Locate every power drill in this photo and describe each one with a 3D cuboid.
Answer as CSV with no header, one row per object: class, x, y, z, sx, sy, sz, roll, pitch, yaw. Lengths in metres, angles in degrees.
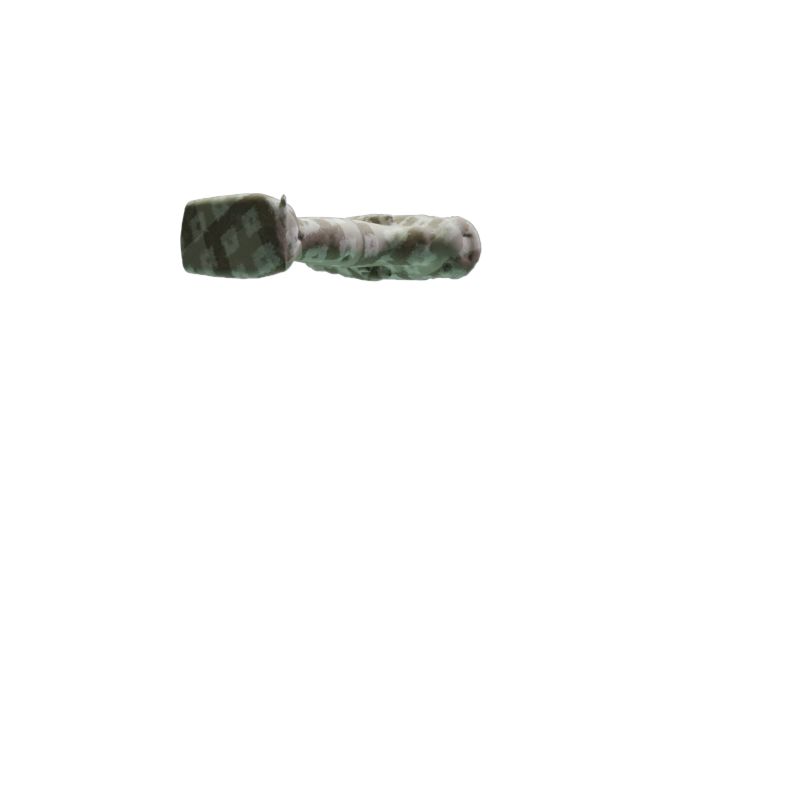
power drill,-0.064,-0.116,0.814,0.181,0.057,0.192,-4,6,-41
